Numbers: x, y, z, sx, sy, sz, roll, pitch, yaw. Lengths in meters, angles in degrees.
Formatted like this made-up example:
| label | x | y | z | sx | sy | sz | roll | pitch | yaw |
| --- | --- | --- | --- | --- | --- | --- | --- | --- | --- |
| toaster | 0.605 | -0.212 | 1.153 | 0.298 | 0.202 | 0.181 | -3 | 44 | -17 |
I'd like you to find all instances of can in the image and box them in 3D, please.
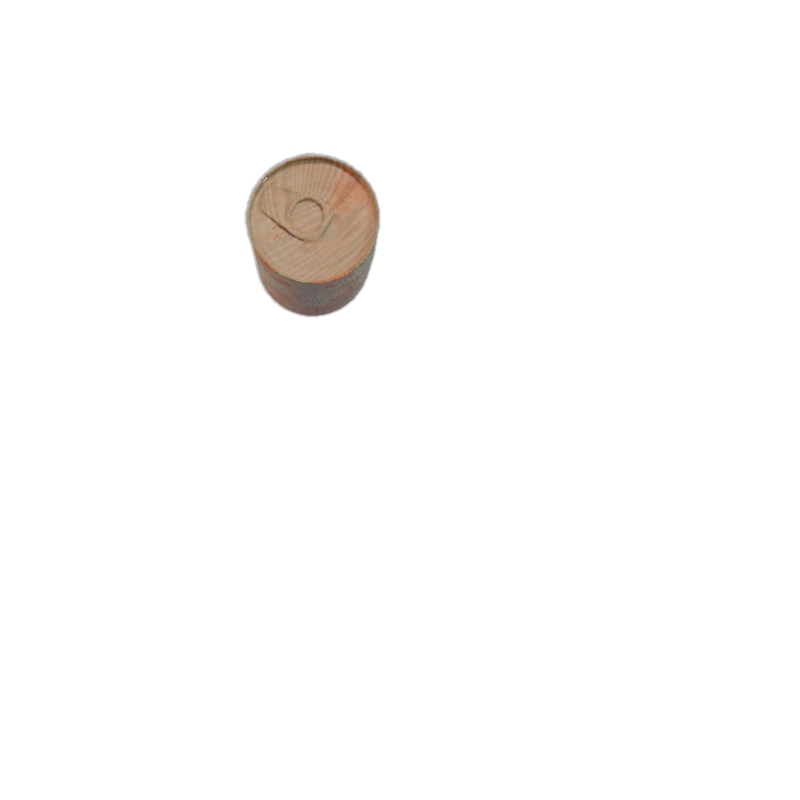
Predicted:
| label | x | y | z | sx | sy | sz | roll | pitch | yaw |
| --- | --- | --- | --- | --- | --- | --- | --- | --- | --- |
| can | -0.048 | -0.087 | 0.612 | 0.068 | 0.070 | 0.100 | 0 | -9 | -3 |
